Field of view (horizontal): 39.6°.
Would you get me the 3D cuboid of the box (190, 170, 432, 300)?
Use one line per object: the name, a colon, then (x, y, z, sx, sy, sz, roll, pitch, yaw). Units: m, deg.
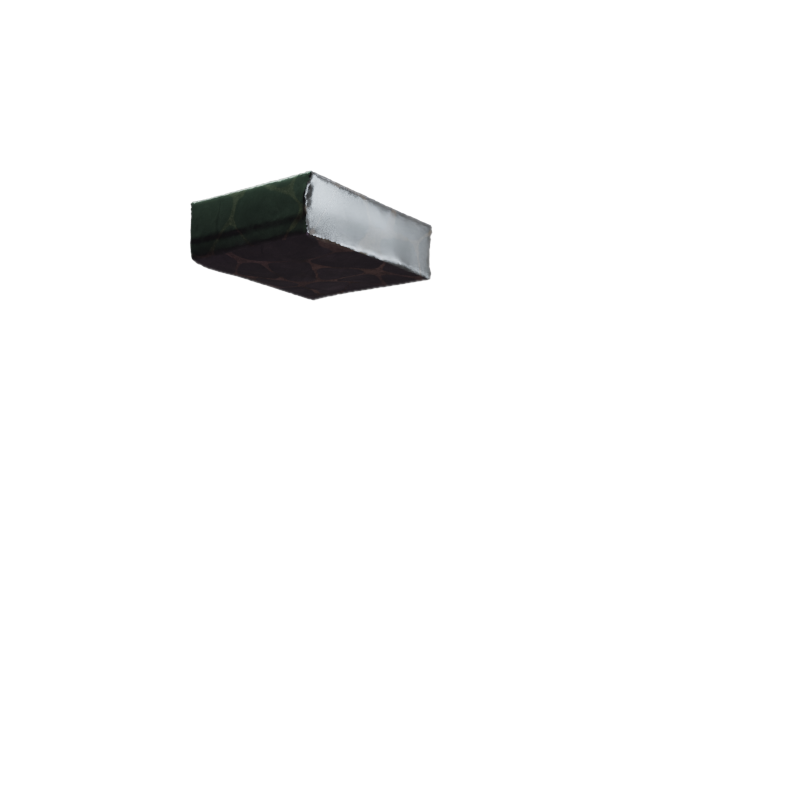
box: (-0.049, -0.090, 0.627, 0.092, 0.040, 0.107, -8, -12, 37)
